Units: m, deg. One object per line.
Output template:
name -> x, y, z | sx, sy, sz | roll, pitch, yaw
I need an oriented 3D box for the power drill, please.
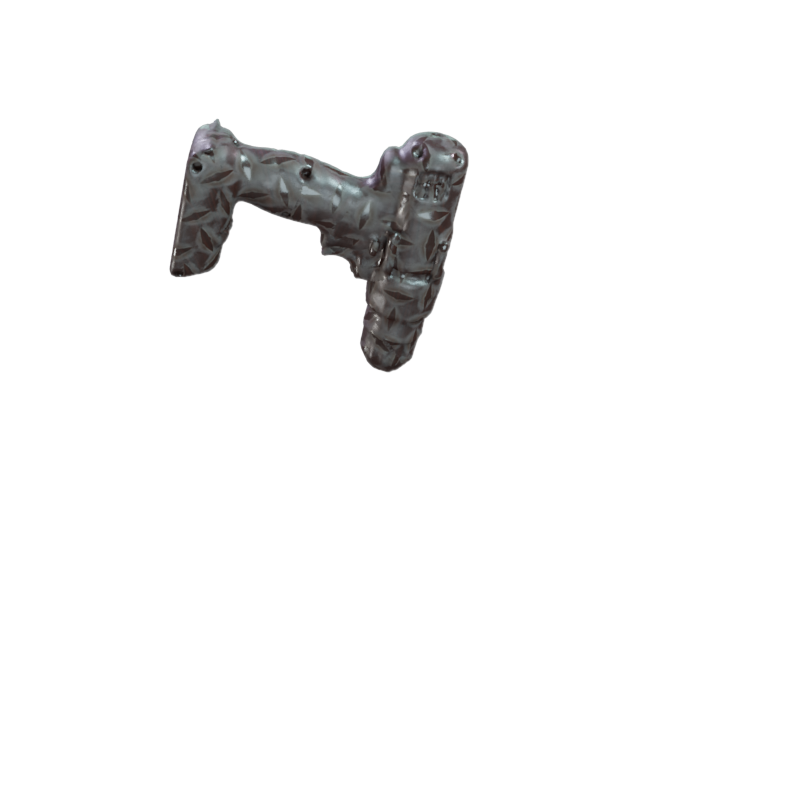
power drill -> -0.060, -0.109, 0.760 | 0.186, 0.175, 0.061 | 10, 30, -6
